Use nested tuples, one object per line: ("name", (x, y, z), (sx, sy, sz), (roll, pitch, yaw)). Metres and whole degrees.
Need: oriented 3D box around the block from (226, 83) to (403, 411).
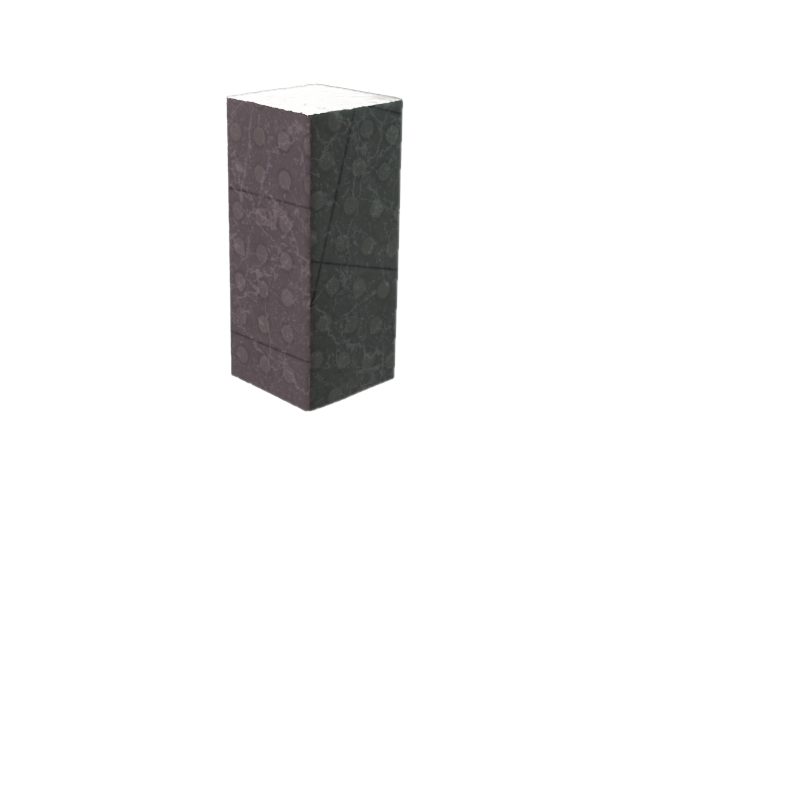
("block", (-0.061, -0.112, 0.783), (0.088, 0.198, 0.096), (-16, 25, -42))
